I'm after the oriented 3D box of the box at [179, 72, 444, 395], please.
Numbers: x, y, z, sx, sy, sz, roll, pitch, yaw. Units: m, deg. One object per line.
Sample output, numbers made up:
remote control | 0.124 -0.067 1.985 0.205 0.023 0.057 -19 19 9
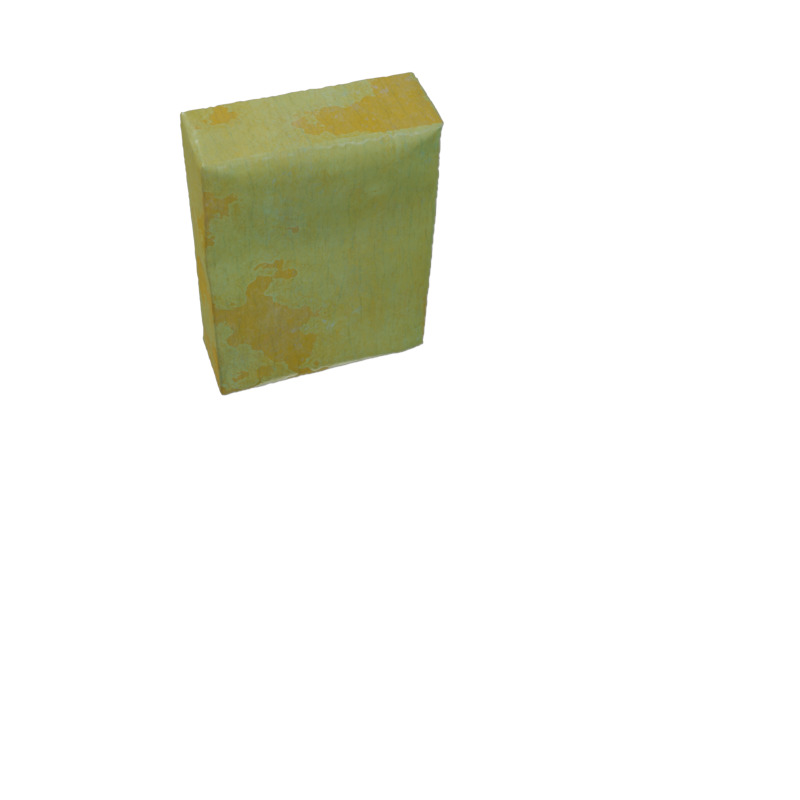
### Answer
box | -0.061 -0.111 0.780 0.162 0.199 0.078 -13 48 -15
